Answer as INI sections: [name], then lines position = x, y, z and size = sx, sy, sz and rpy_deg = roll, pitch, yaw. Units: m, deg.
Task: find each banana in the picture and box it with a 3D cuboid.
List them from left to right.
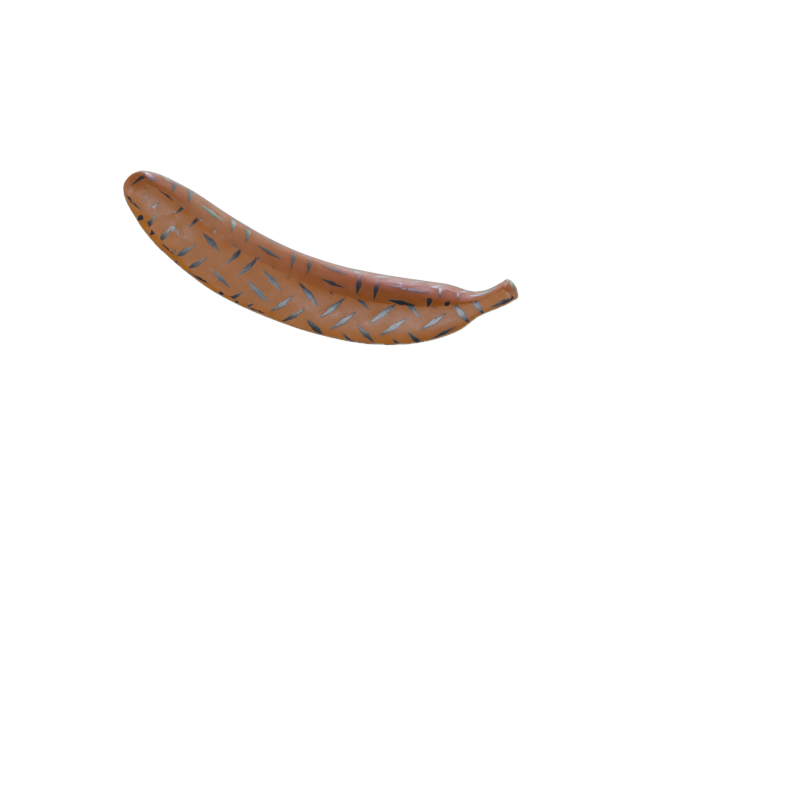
[banana]
position = -0.046, -0.064, 0.551
size = 0.193, 0.066, 0.039
rpy_deg = 14, 41, -12
